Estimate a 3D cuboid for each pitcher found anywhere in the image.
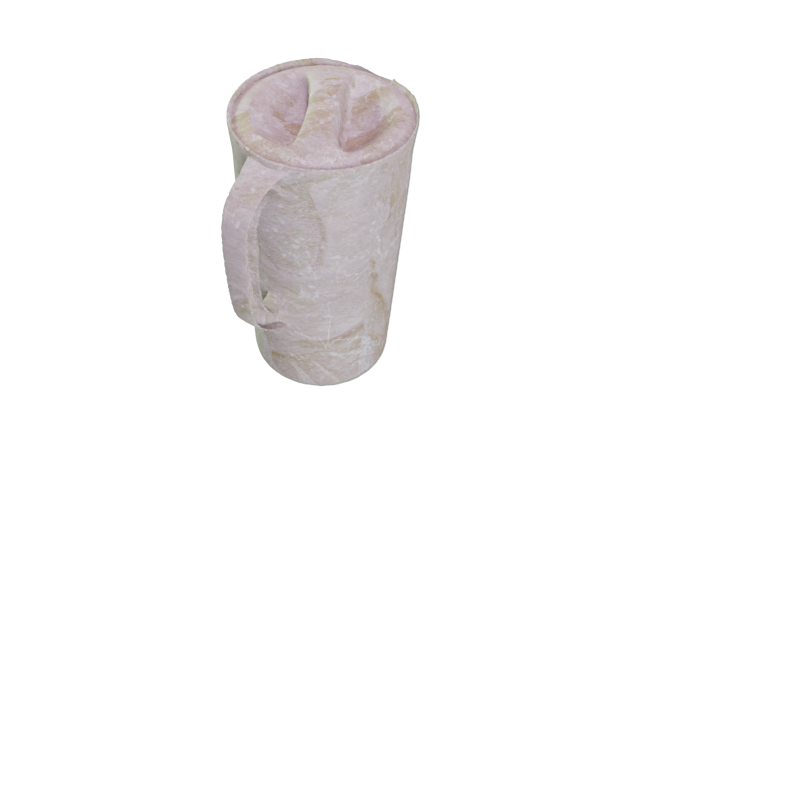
[{"bbox_3d":[-0.065,-0.119,0.833,0.148,0.157,0.226,-8,-43,-11],"label":"pitcher"}]
